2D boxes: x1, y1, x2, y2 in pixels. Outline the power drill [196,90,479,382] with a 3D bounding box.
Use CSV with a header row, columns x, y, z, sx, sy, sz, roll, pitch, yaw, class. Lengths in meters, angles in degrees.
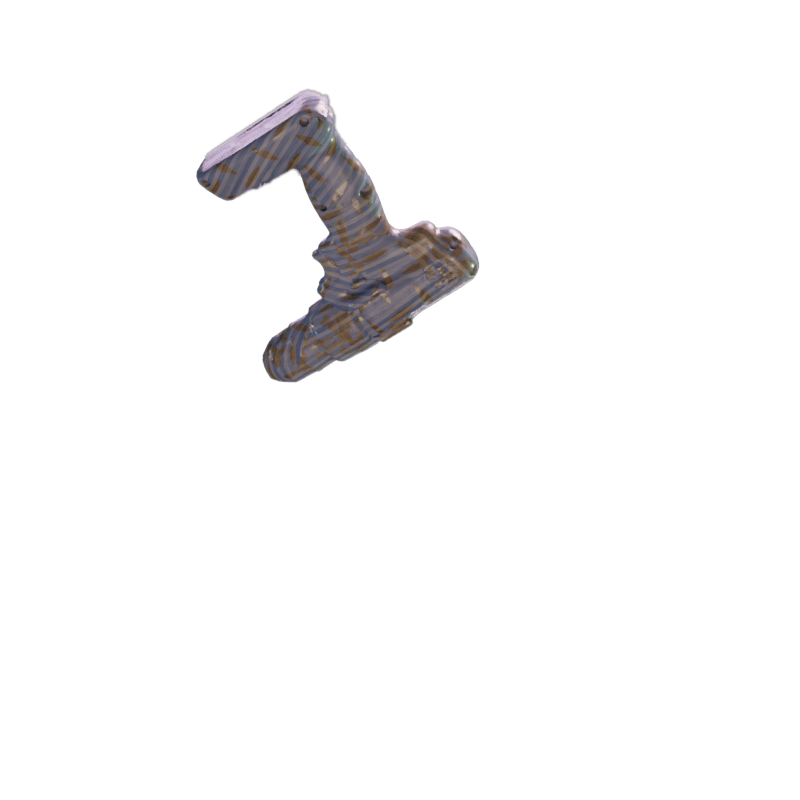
x,y,z,sx,sy,sz,roll,pitch,yaw,class
-0.063,-0.115,0.808,0.184,0.178,0.061,-32,22,14,power drill
